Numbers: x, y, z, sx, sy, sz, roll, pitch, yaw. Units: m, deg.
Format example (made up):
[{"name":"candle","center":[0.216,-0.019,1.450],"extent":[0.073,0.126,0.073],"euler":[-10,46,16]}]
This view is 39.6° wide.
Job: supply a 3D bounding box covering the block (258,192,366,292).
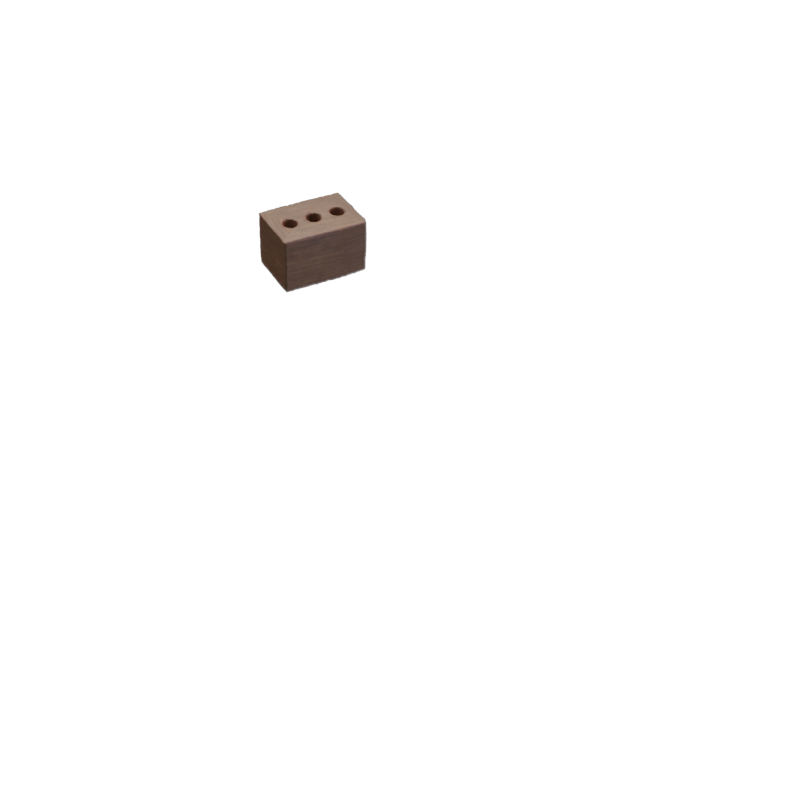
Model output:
[{"name":"block","center":[-0.073,-0.133,0.935],"extent":[0.077,0.048,0.057],"euler":[-18,42,-23]}]
